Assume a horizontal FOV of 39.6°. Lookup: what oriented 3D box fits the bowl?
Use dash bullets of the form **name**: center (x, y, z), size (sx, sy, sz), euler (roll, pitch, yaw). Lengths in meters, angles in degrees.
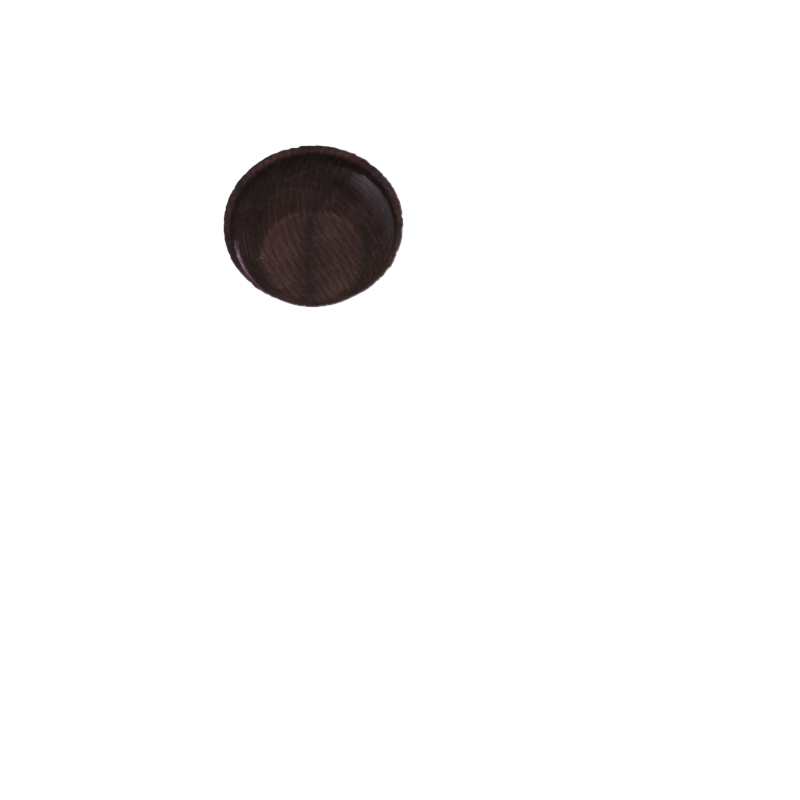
- **bowl**: center (-0.076, -0.139, 0.970), size (0.162, 0.152, 0.059), euler (1, 31, -1)
